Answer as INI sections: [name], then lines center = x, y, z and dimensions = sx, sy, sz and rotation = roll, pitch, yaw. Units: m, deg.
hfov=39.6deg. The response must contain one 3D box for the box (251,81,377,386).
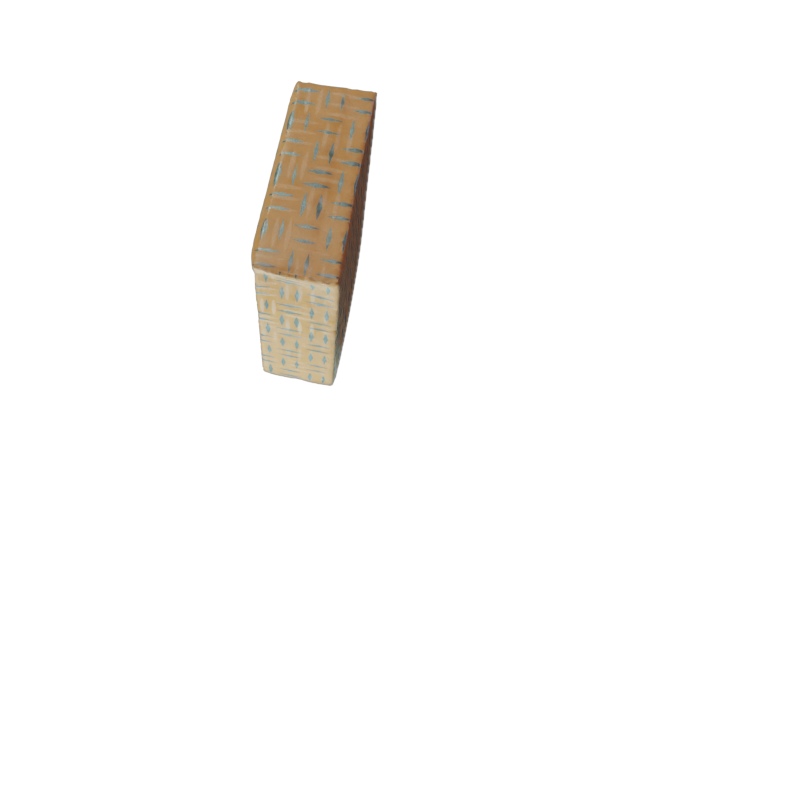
[box]
center = -0.070, -0.127, 0.890
dimensions = 0.072, 0.172, 0.203
rotation = 10, -22, 0
